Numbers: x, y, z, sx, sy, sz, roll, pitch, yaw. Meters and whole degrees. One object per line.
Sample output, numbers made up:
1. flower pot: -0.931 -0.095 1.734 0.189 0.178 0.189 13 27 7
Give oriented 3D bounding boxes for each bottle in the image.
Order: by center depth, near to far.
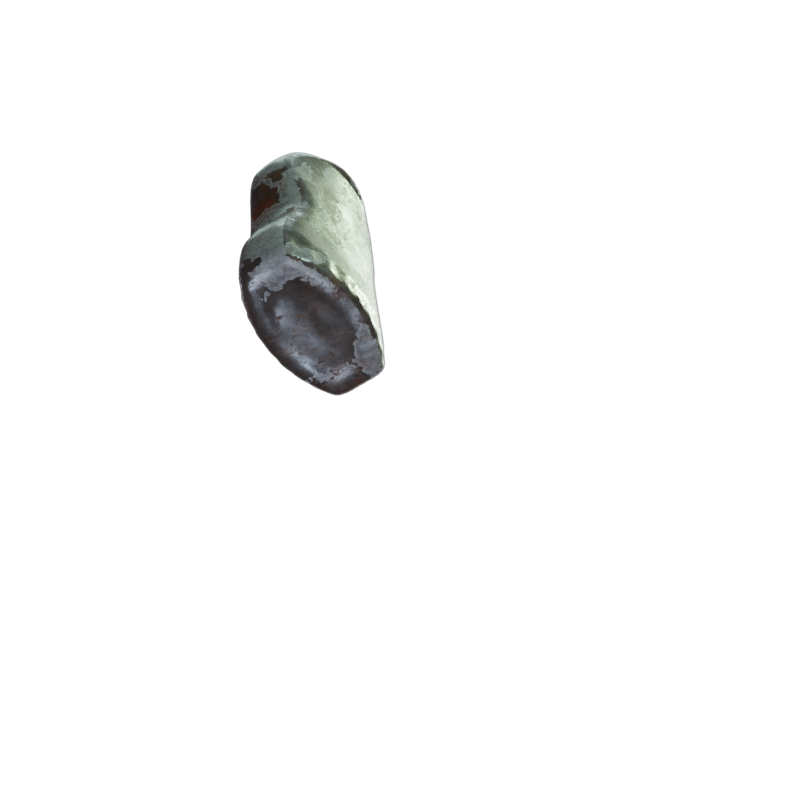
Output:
1. bottle: -0.051 -0.094 0.656 0.058 0.090 0.204 -32 30 17
